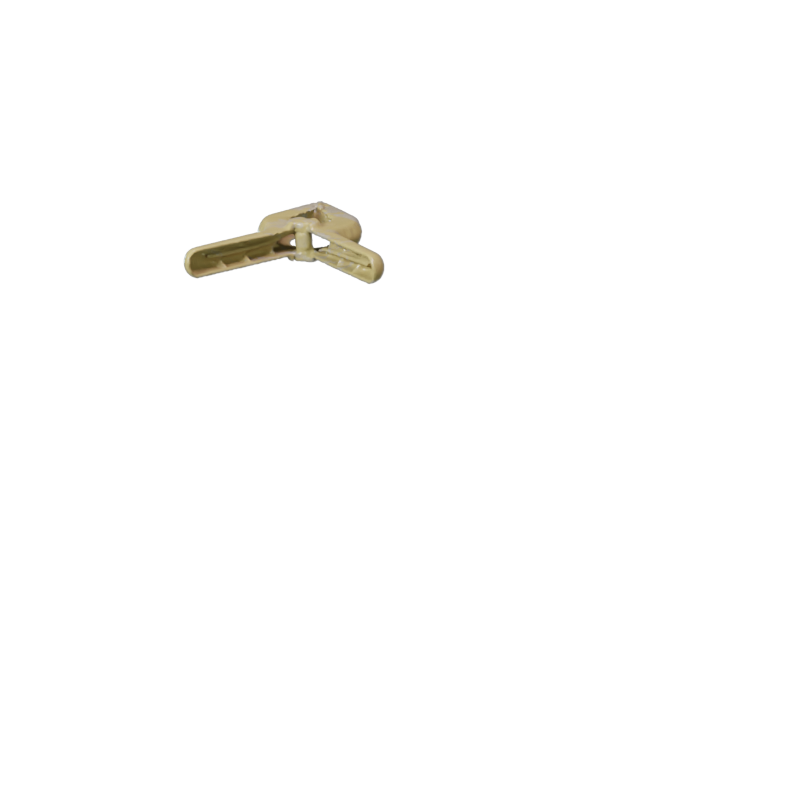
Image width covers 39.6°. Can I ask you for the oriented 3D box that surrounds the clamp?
[{"bbox_3d":[-0.076,-0.139,0.976,0.168,0.035,0.214,5,22,14],"label":"clamp"}]
